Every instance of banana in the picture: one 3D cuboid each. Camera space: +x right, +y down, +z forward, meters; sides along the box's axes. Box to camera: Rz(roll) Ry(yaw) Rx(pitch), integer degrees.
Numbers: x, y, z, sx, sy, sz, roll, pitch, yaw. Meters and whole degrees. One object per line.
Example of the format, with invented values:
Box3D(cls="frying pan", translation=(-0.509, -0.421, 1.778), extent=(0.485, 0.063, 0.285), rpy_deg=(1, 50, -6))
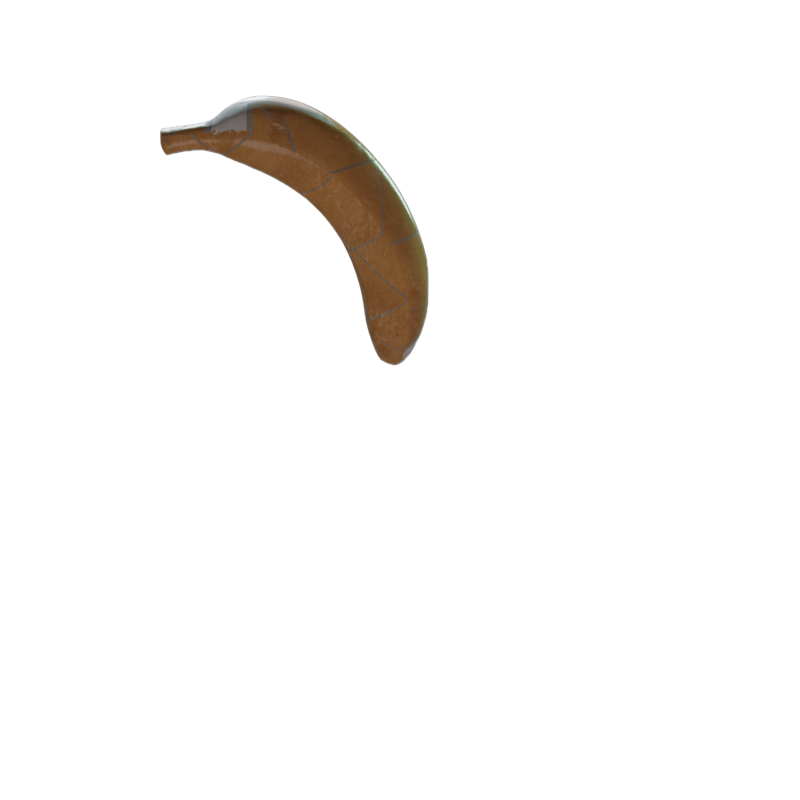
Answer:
Box3D(cls="banana", translation=(-0.030, -0.088, 0.544), extent=(0.070, 0.039, 0.183), rpy_deg=(-25, -48, 24))
